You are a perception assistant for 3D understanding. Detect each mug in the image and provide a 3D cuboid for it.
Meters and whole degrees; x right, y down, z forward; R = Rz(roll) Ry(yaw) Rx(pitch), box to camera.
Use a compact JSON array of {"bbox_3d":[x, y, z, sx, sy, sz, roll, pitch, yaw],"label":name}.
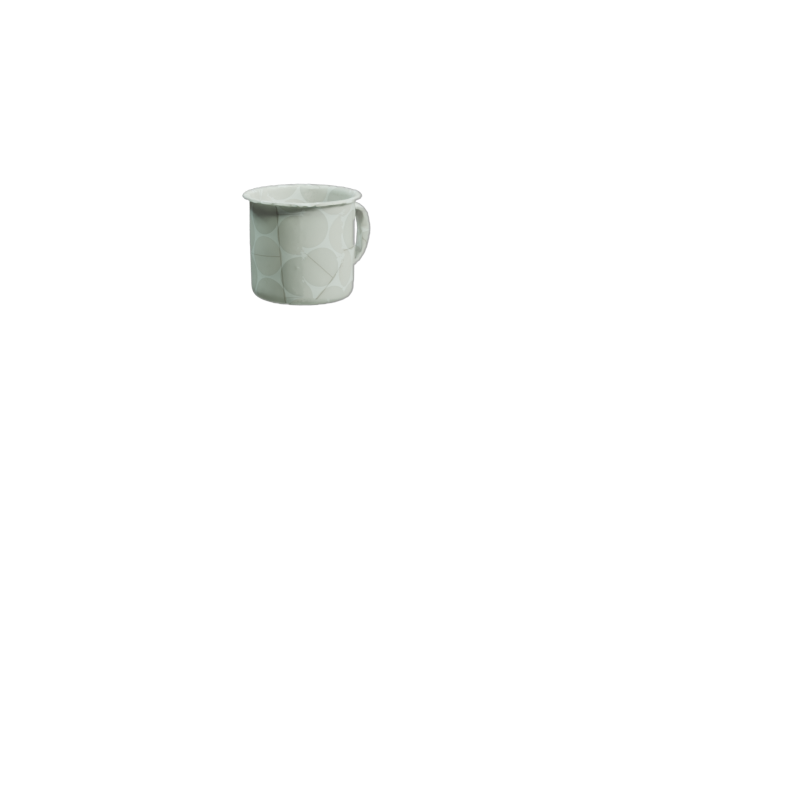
[{"bbox_3d":[-0.069,-0.126,0.880,0.098,0.079,0.115,16,23,41],"label":"mug"}]
